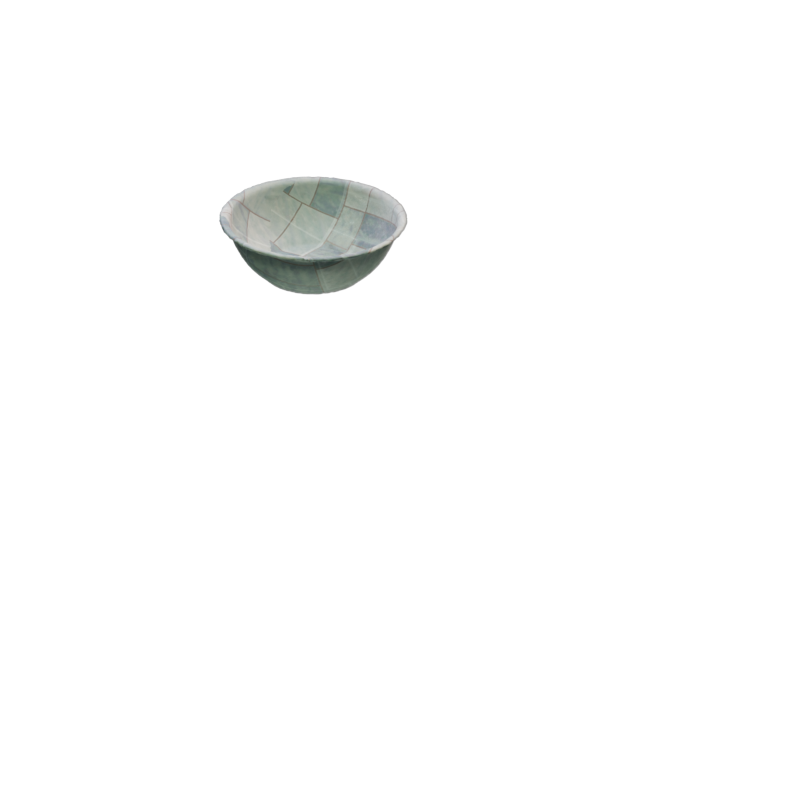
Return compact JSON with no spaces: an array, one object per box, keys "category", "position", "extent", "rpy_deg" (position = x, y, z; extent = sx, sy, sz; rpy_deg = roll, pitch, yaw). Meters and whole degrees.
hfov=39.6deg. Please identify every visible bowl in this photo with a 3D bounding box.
[{"category":"bowl","position":[-0.076,-0.138,0.965],"extent":[0.162,0.052,0.173],"rpy_deg":[-1,33,-2]}]
